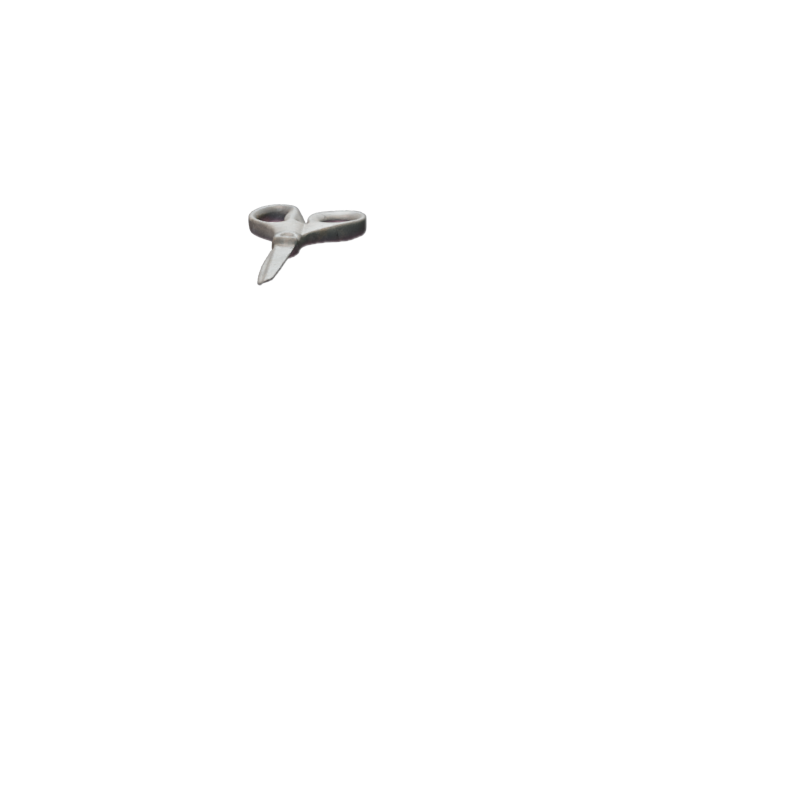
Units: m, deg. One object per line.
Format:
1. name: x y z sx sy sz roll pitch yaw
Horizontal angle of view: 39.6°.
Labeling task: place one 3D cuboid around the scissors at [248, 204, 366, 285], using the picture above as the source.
1. scissors: -0.059 -0.108 0.757 0.095 0.015 0.212 -4 21 -11
